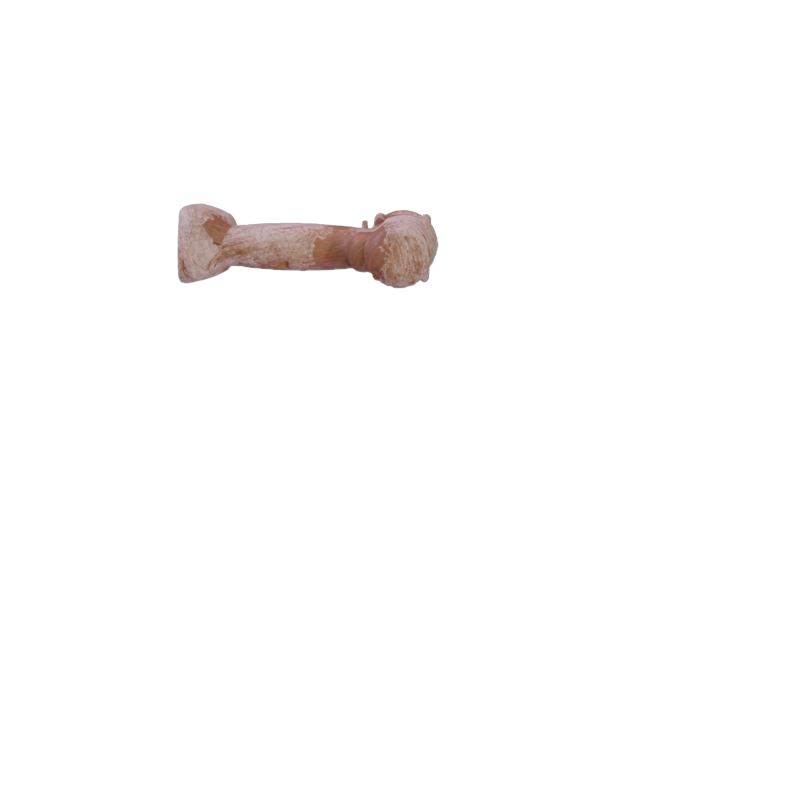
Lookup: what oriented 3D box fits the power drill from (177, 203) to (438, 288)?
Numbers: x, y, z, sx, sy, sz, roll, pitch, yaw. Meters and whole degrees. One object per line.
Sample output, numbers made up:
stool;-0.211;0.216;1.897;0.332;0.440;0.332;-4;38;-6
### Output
power drill;-0.066;-0.120;0.837;0.189;0.057;0.186;1;10;4
